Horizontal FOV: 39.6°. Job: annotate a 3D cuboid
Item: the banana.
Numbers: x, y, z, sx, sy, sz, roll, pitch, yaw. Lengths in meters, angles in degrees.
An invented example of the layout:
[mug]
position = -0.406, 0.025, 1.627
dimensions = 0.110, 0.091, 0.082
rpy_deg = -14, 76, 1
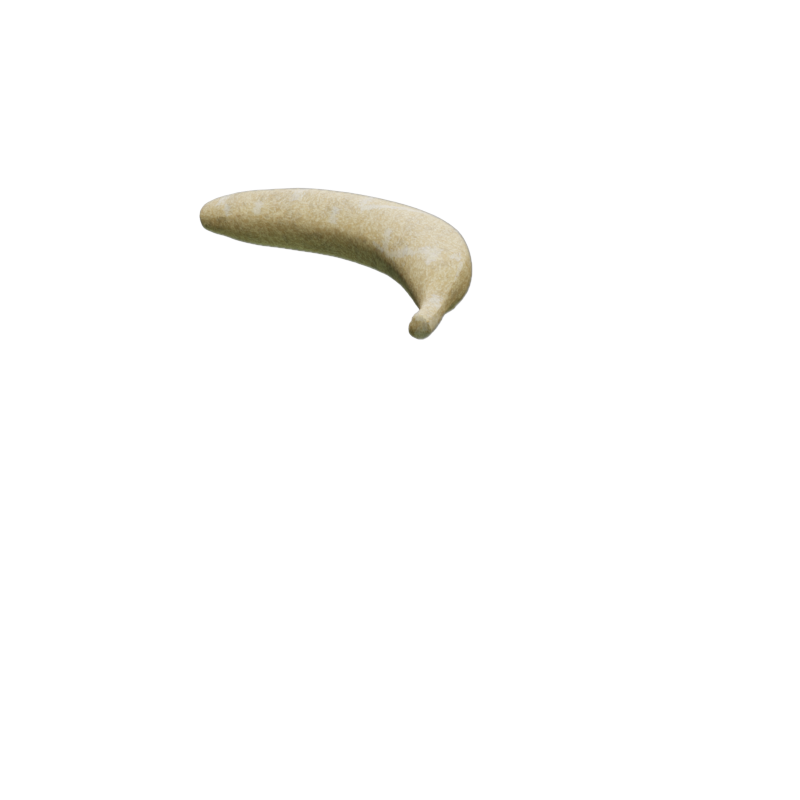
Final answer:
[banana]
position = -0.027, -0.082, 0.561
dimensions = 0.068, 0.035, 0.211
rpy_deg = -15, 28, -33
